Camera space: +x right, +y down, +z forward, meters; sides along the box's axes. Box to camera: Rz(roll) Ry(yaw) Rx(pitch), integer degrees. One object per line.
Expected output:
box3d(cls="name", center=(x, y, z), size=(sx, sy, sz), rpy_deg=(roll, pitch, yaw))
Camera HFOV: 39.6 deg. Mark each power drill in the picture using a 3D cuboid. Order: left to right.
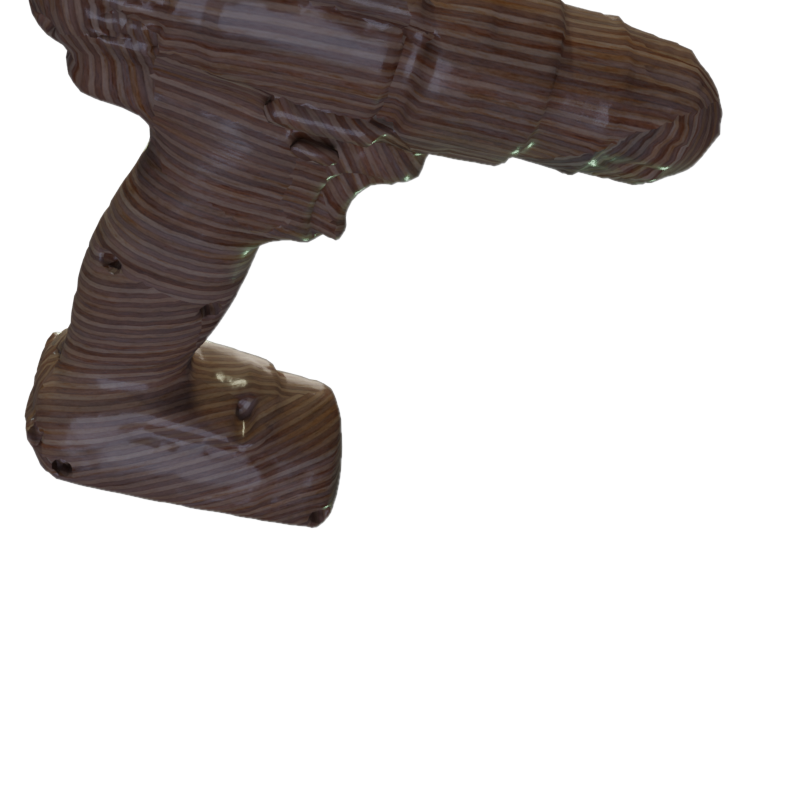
box3d(cls="power drill", center=(-0.025, -0.046, 0.324), size=(0.181, 0.179, 0.061), rpy_deg=(15, 35, -11))
